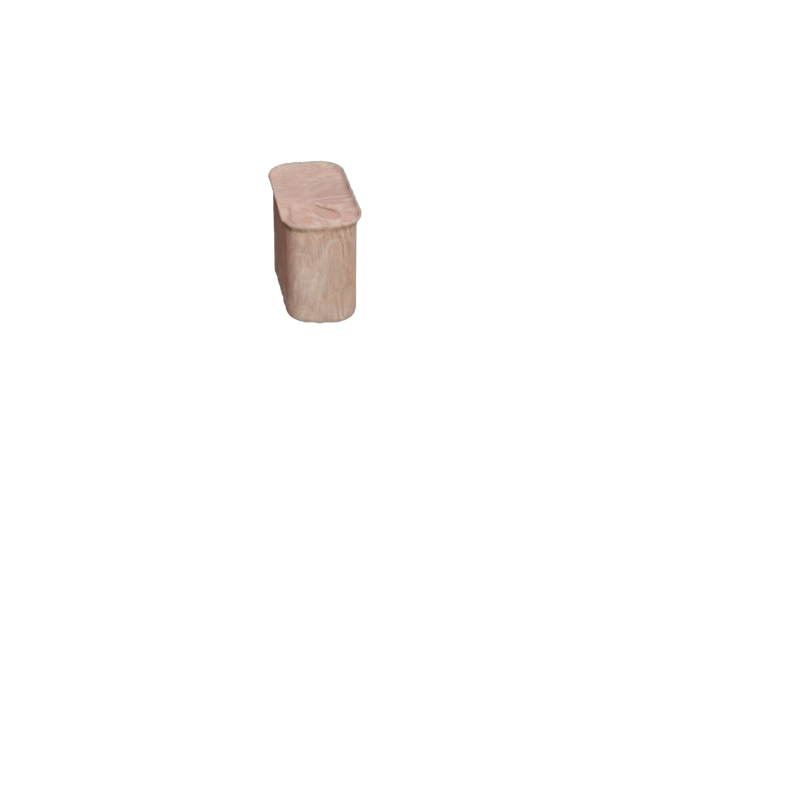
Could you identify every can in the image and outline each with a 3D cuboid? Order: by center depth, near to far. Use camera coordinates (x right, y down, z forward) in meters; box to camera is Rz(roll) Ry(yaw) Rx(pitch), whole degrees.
[{"bbox_3d":[-0.064,-0.117,0.819,0.057,0.079,0.110,-5,34,-11],"label":"can"}]
